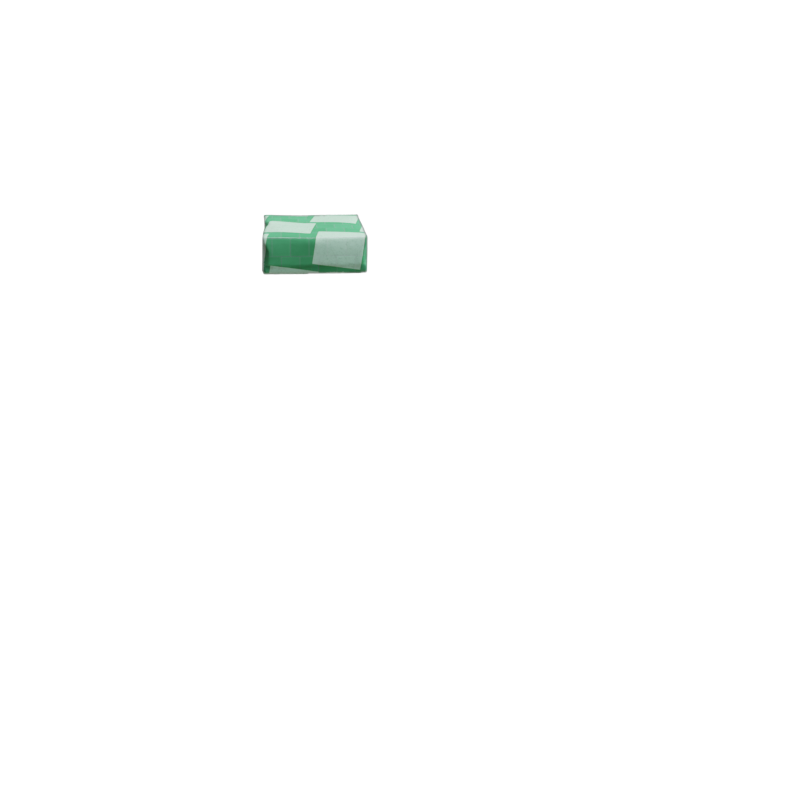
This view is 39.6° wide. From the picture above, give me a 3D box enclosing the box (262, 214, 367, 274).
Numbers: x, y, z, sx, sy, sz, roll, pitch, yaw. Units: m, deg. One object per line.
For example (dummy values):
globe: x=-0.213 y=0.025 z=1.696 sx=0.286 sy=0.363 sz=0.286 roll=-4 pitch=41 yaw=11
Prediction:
box: x=-0.063 y=-0.115 z=0.805 sx=0.073 sy=0.029 sz=0.093 roll=-1 pitch=19 yaw=-4
